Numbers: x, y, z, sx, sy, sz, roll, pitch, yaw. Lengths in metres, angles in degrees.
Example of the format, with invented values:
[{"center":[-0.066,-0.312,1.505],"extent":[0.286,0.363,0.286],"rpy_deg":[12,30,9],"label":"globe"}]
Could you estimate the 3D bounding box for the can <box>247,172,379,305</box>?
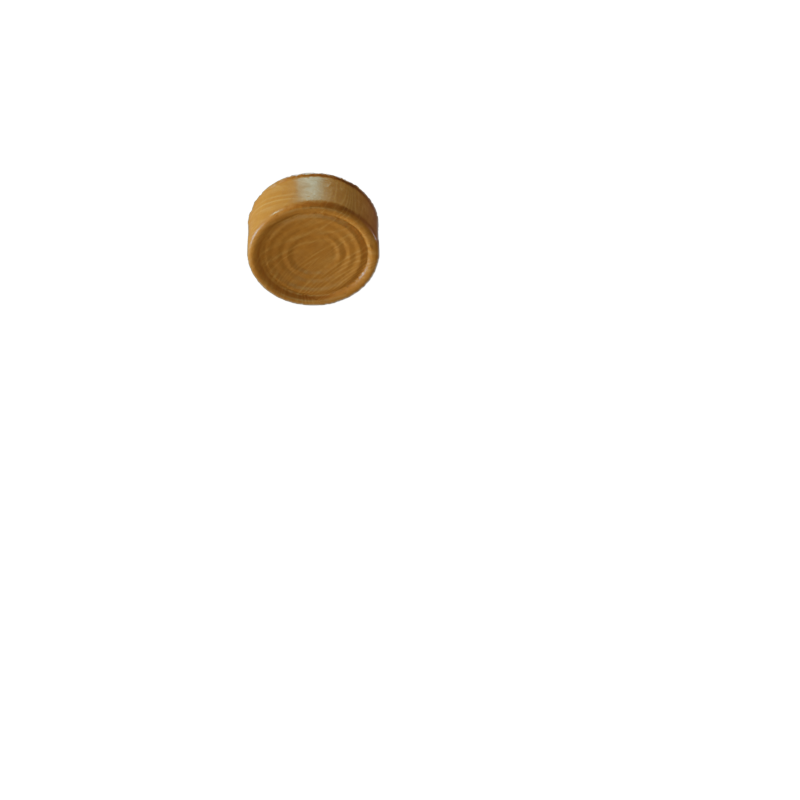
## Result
[{"center":[-0.056,-0.102,0.714],"extent":[0.086,0.080,0.036],"rpy_deg":[1,42,-1],"label":"can"}]
